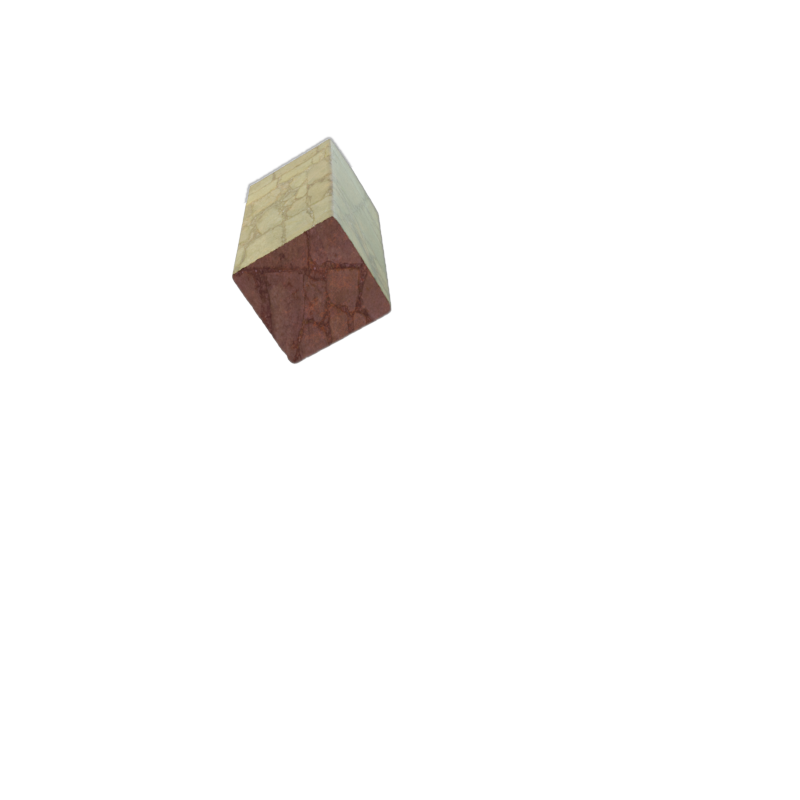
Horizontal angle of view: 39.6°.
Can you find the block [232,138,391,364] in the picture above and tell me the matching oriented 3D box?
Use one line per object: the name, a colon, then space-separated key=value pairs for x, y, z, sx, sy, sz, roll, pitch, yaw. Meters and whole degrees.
block: x=-0.070 y=-0.129 z=0.907 sx=0.091 sy=0.085 sz=0.218 roll=-29 pitch=25 yaw=11
